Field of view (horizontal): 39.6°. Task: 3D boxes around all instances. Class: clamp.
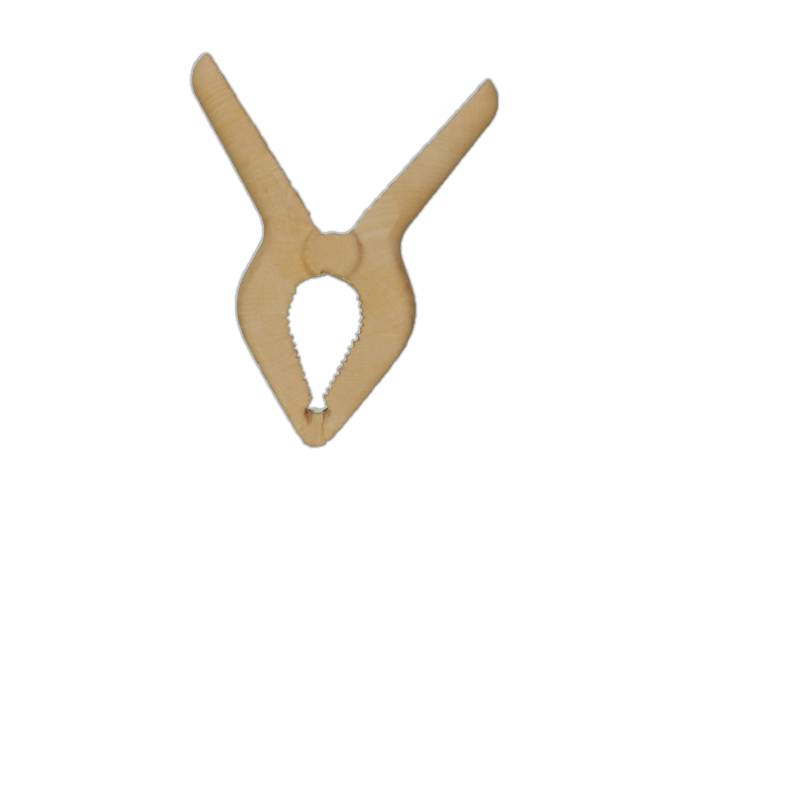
[{"bbox_3d":[-0.046,-0.084,0.590,0.165,0.212,0.036,12,-4,1],"label":"clamp"}]
